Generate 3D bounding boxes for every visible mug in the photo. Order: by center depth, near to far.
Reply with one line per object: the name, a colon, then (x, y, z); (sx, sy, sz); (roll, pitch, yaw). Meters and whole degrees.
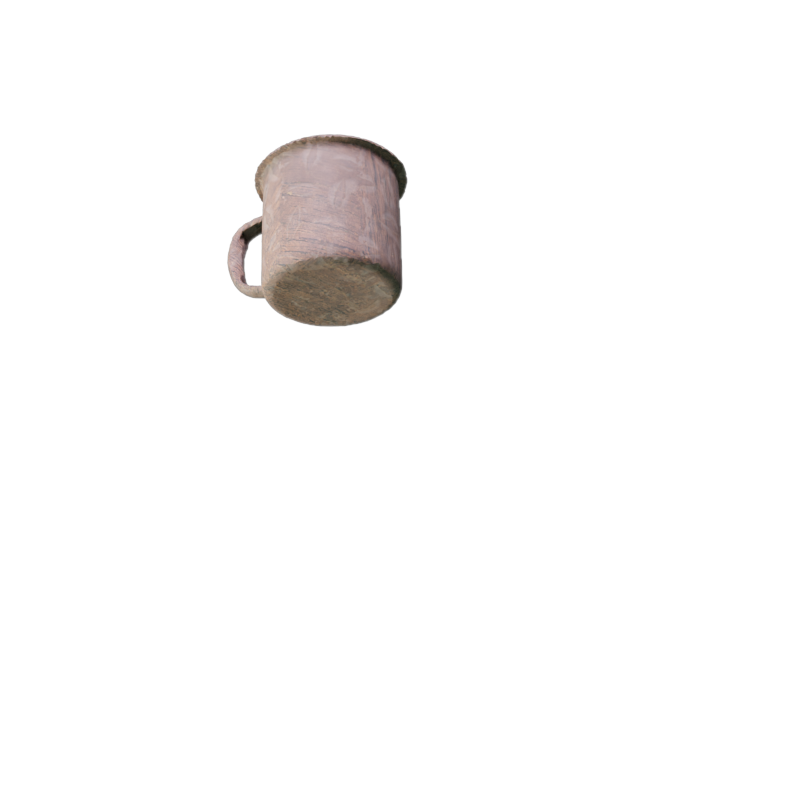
mug: (-0.051, -0.094, 0.658); (0.119, 0.087, 0.086); (-13, -31, 21)
